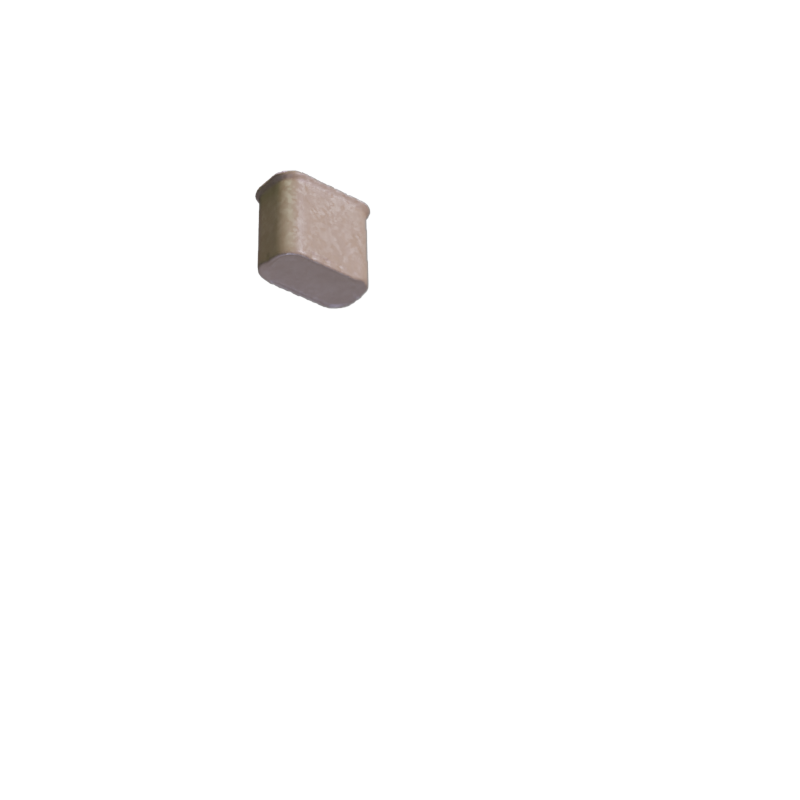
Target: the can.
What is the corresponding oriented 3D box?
[{"bbox_3d":[-0.074,-0.135,0.945,0.096,0.089,0.057,22,-39,-33],"label":"can"}]
